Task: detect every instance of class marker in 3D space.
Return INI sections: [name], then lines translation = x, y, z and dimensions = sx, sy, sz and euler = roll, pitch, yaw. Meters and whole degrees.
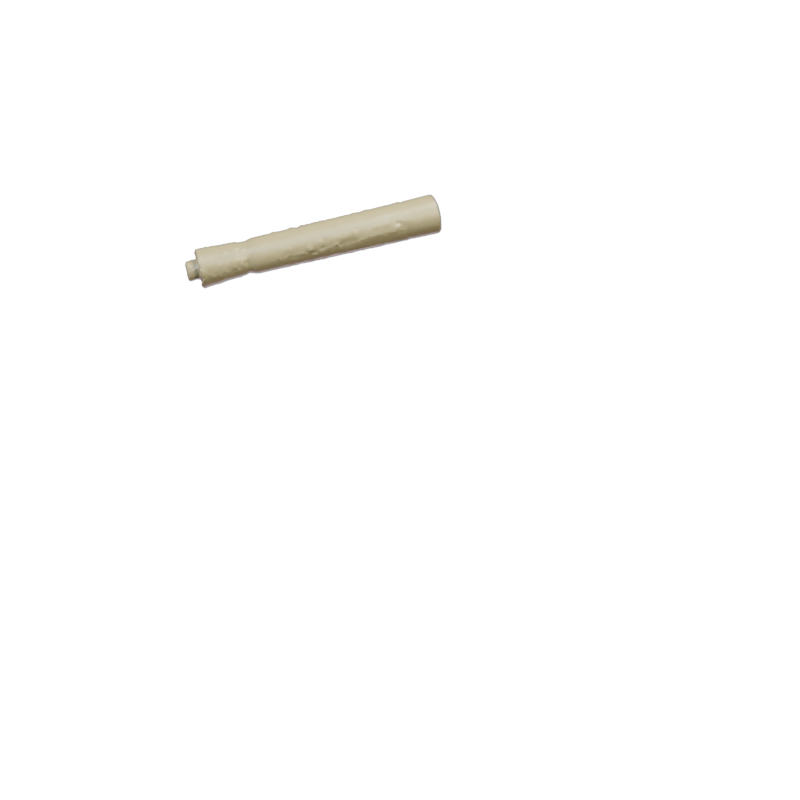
[marker]
translation = -0.041, -0.074, 0.518
dimensions = 0.120, 0.020, 0.020
euler = -14, 7, -9
